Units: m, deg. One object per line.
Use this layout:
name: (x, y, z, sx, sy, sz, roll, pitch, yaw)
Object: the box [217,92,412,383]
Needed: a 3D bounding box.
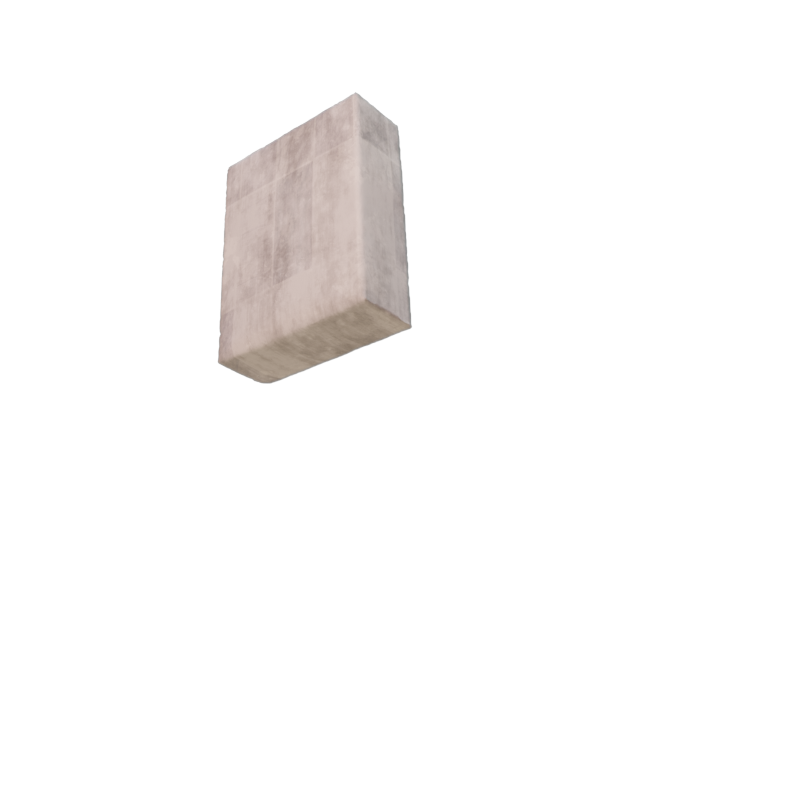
box: (-0.076, -0.139, 0.974, 0.165, 0.228, 0.067, -23, -37, 32)
